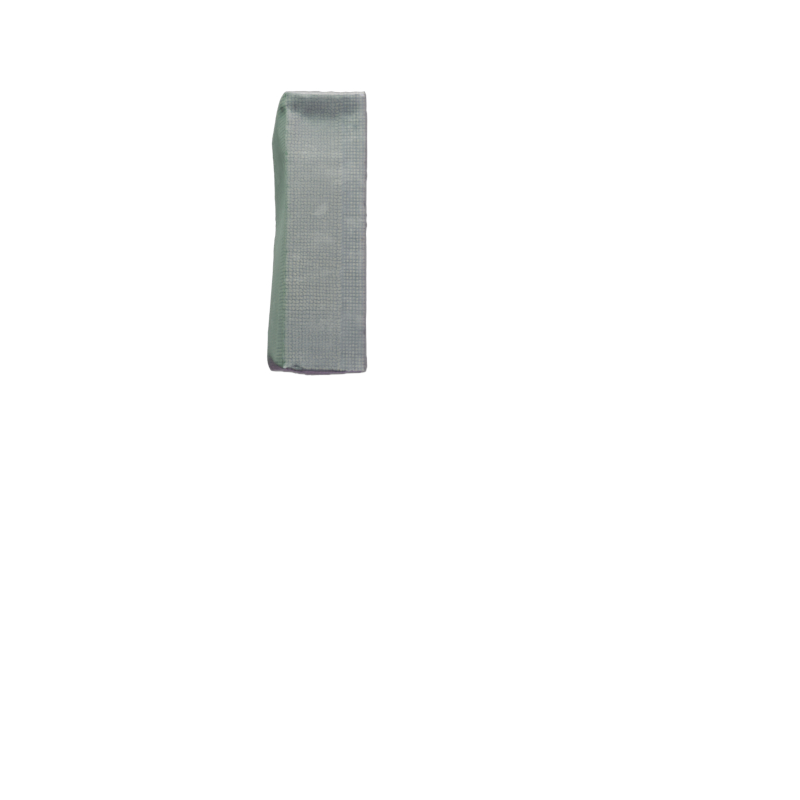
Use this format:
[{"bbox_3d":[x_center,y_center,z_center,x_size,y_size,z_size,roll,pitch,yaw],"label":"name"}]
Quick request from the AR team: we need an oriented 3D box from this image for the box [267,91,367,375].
[{"bbox_3d":[-0.070,-0.128,0.899,0.071,0.217,0.164,0,-3,-9],"label":"box"}]
